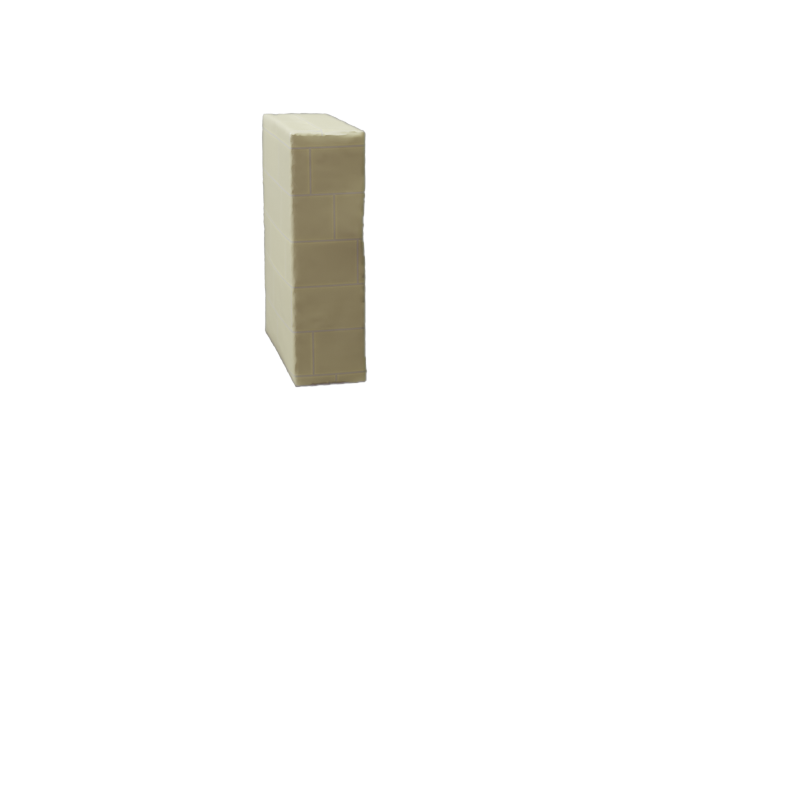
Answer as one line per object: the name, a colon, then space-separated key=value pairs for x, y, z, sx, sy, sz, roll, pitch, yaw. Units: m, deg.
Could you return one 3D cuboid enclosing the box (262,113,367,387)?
box: x=-0.076 y=-0.139 z=0.976 sx=0.071 sy=0.207 sz=0.172 roll=-2 pitch=15 yaw=-14
